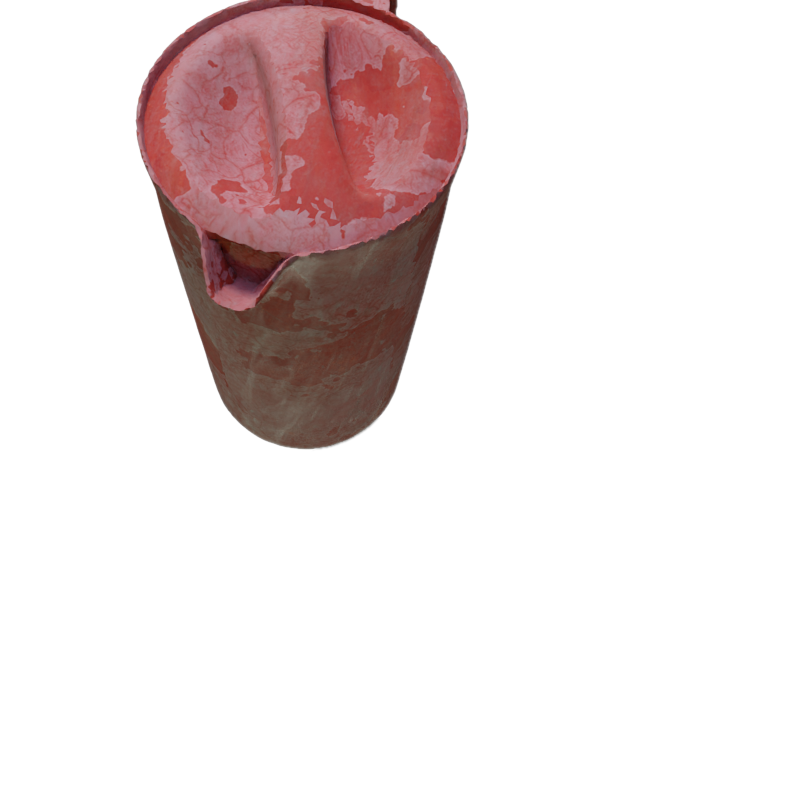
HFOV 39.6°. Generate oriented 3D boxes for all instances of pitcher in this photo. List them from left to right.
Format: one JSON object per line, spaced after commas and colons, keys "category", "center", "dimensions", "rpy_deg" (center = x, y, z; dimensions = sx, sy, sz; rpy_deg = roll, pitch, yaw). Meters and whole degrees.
{"category": "pitcher", "center": [-0.043, -0.078, 0.546], "dimensions": [0.149, 0.154, 0.229], "rpy_deg": [-25, -23, -15]}
